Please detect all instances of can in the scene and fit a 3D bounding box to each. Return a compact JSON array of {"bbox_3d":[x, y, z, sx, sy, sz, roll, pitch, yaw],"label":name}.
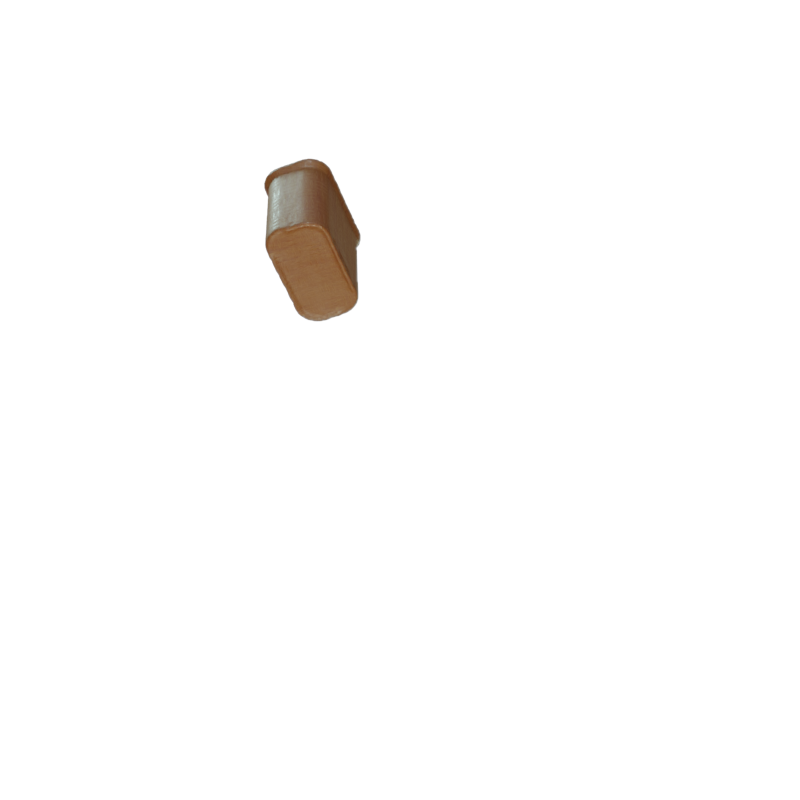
[{"bbox_3d":[-0.069,-0.126,0.884,0.058,0.094,0.090,-17,40,12],"label":"can"}]
